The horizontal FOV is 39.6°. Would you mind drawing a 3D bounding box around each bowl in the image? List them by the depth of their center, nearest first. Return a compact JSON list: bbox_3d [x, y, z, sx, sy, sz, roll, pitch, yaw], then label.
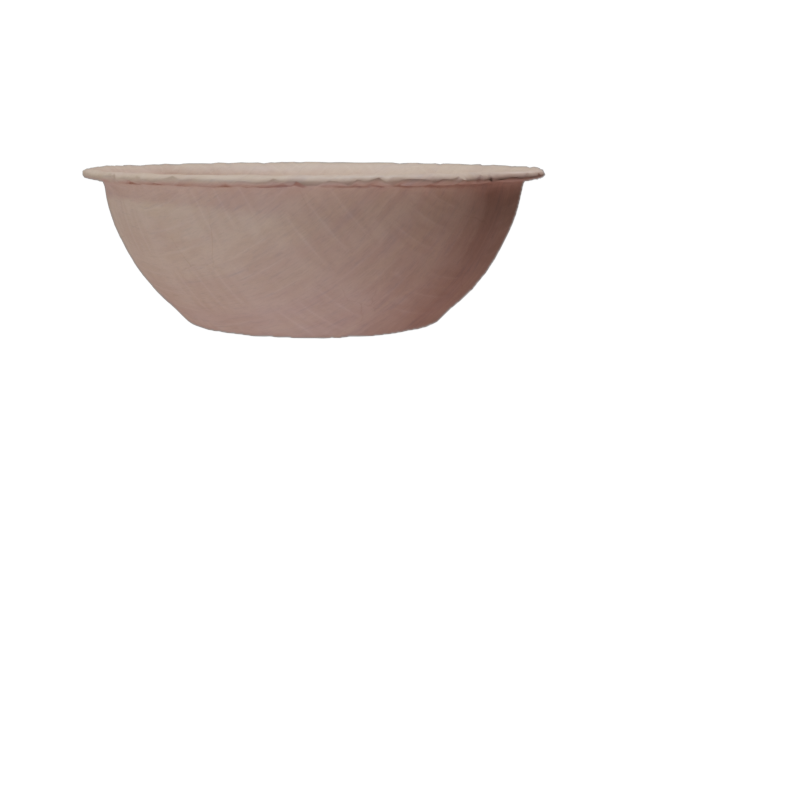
[{"bbox_3d":[-0.031,-0.057,0.397,0.162,0.054,0.166,0,12,-2],"label":"bowl"}]
